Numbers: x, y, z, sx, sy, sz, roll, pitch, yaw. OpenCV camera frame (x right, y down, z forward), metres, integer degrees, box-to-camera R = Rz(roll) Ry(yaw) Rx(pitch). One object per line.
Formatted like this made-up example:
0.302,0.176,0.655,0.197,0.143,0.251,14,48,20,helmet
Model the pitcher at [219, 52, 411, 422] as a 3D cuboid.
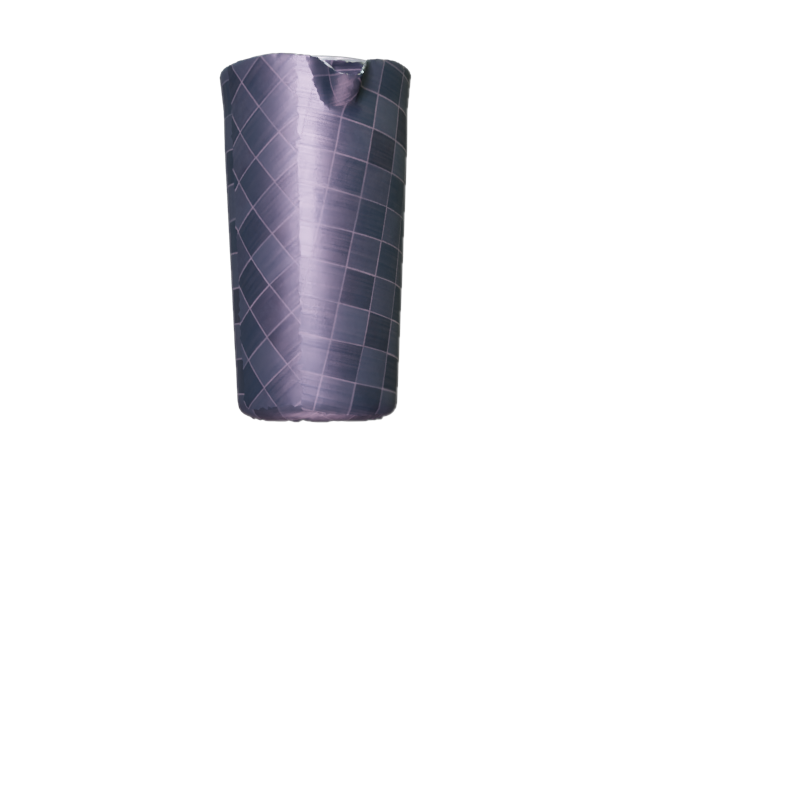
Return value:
-0.060,-0.110,0.771,0.149,0.246,0.143,-2,-5,27,pitcher
